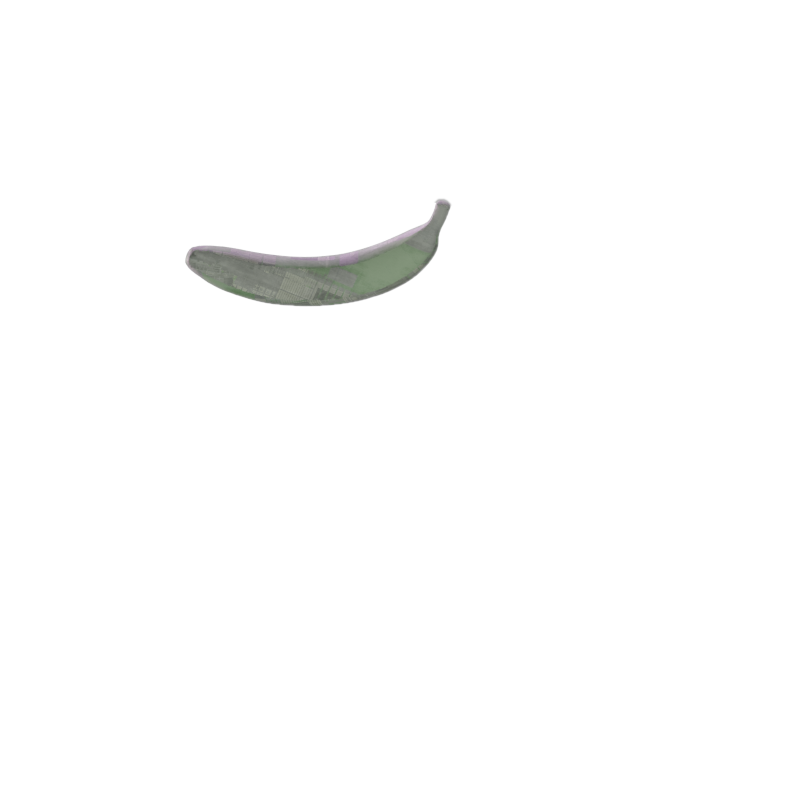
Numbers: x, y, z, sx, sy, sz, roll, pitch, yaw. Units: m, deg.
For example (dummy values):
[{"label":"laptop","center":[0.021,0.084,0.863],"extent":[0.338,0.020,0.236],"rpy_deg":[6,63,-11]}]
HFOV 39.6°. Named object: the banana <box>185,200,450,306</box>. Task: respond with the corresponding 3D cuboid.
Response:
[{"label":"banana","center":[-0.057,-0.101,0.822],"extent":[0.198,0.066,0.039],"rpy_deg":[-11,23,4]}]
